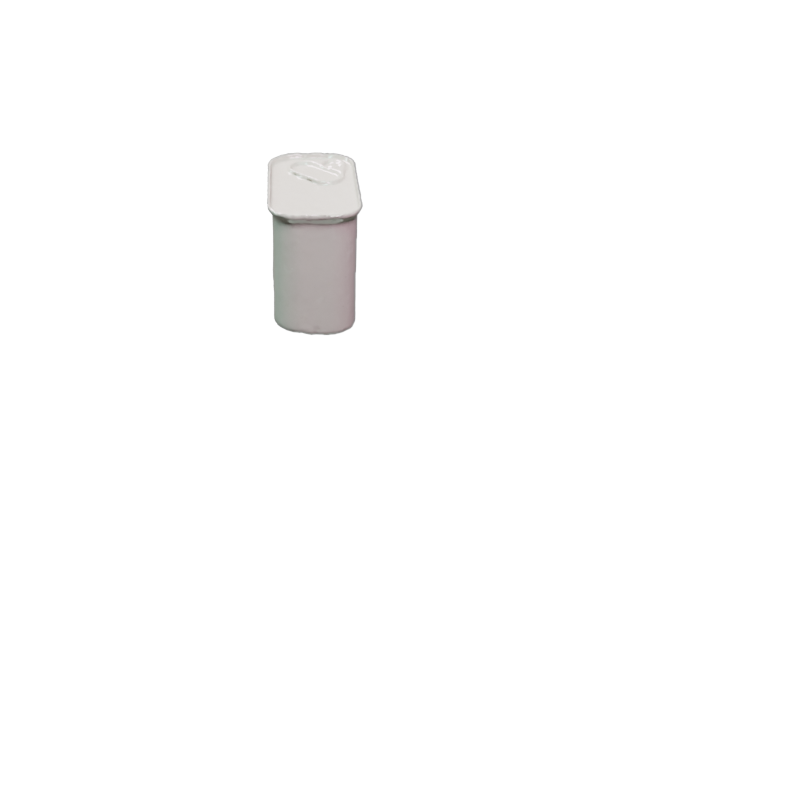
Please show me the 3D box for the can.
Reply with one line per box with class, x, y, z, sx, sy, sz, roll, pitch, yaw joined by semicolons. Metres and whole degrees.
can;-0.056;-0.102;0.711;0.057;0.079;0.109;-1;31;-5
